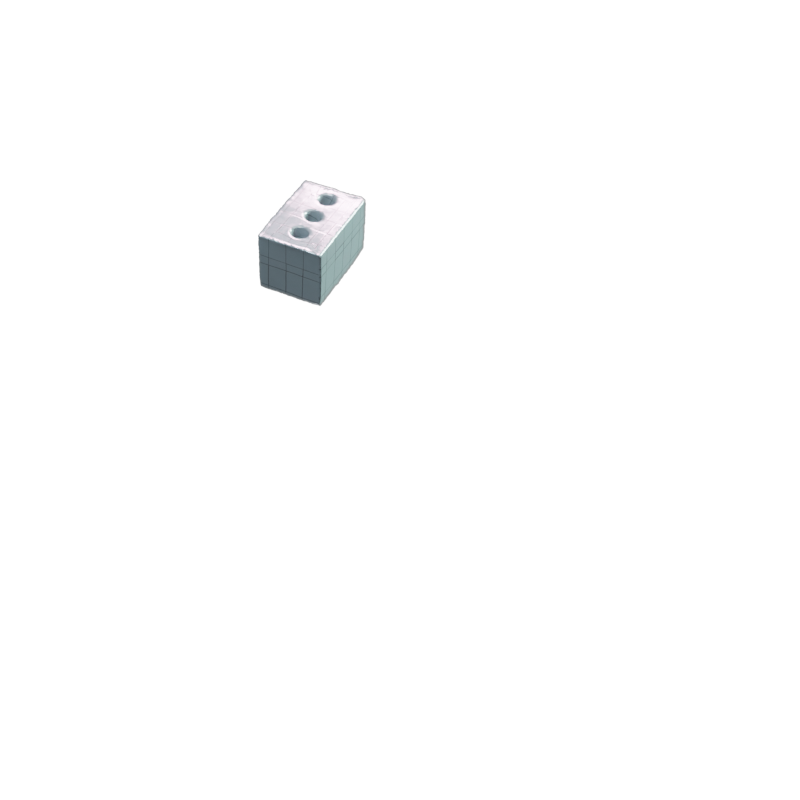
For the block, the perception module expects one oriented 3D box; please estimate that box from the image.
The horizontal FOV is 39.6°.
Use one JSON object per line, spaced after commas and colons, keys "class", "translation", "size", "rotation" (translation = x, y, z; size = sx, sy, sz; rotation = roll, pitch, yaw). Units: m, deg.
{"class": "block", "translation": [-0.065, -0.118, 0.829], "size": [0.055, 0.048, 0.081], "rotation": [18, 46, 16]}
